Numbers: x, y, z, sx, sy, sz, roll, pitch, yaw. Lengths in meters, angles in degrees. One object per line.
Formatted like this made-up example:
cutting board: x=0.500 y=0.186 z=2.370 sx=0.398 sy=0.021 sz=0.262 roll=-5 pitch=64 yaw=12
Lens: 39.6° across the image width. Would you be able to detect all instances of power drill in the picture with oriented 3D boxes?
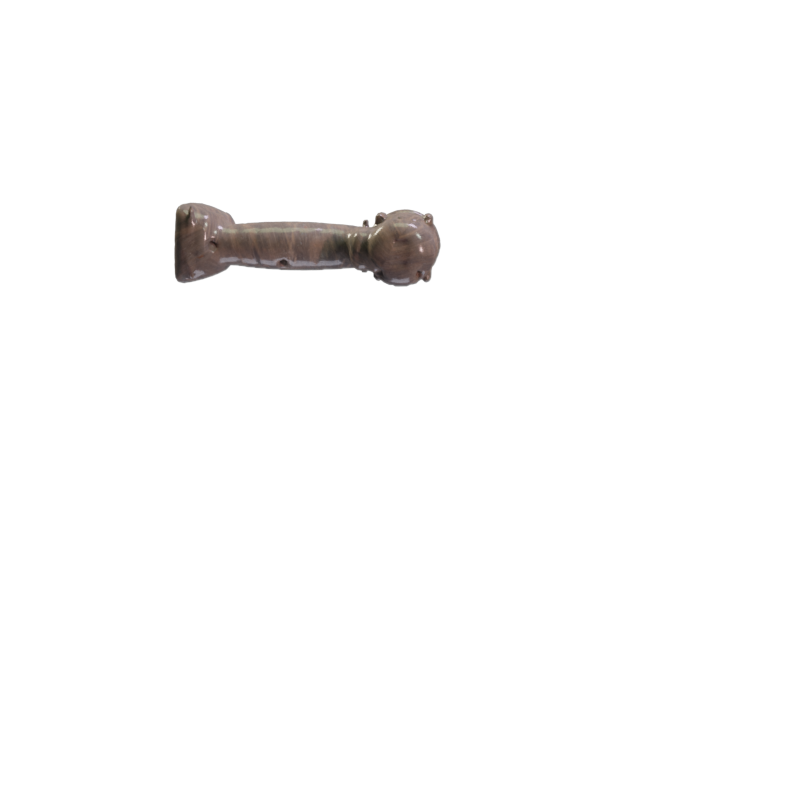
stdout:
power drill: x=-0.064 y=-0.117 z=0.821 sx=0.189 sy=0.057 sz=0.186 roll=1 pitch=9 yaw=4
